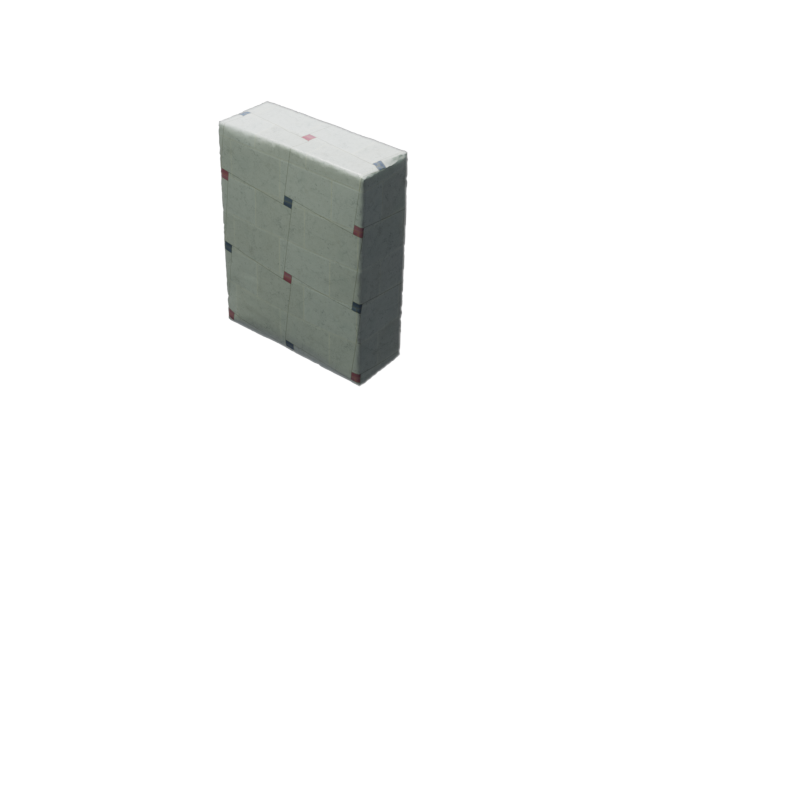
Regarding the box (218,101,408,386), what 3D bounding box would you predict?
[{"bbox_3d":[-0.078,-0.141,0.991,0.174,0.200,0.072,27,41,31],"label":"box"}]
